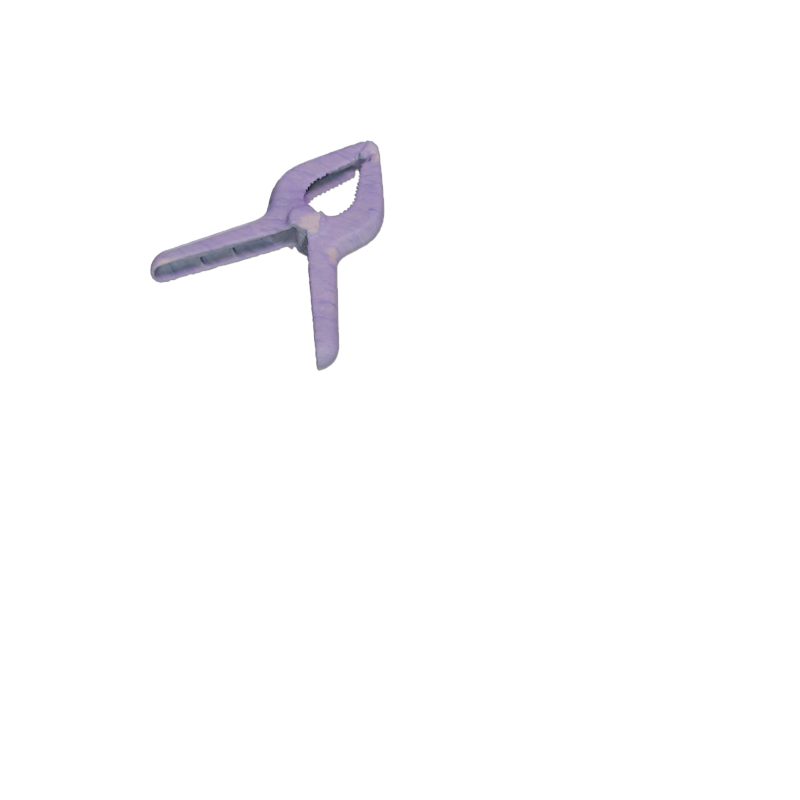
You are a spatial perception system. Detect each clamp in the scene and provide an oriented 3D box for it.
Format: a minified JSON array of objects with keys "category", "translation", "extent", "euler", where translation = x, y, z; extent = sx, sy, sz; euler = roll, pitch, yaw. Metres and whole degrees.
[{"category":"clamp","translation":[-0.068,-0.124,0.870],"extent":[0.173,0.214,0.034],"euler":[33,-29,21]}]
